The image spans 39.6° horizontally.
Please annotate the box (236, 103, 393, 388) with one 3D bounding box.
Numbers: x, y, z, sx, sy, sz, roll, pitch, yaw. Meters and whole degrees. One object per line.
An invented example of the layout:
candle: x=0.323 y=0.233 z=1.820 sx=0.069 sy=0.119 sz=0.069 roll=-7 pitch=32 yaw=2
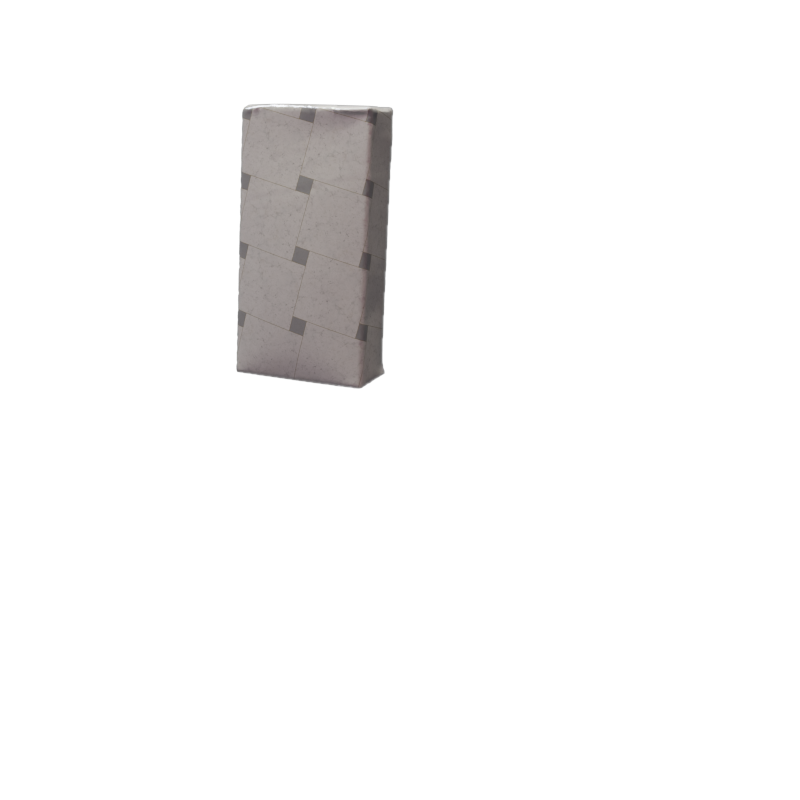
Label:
box: x=-0.056 y=-0.102 z=0.715 sx=0.096 sy=0.173 sz=0.047 roll=5 pitch=10 yaw=23
